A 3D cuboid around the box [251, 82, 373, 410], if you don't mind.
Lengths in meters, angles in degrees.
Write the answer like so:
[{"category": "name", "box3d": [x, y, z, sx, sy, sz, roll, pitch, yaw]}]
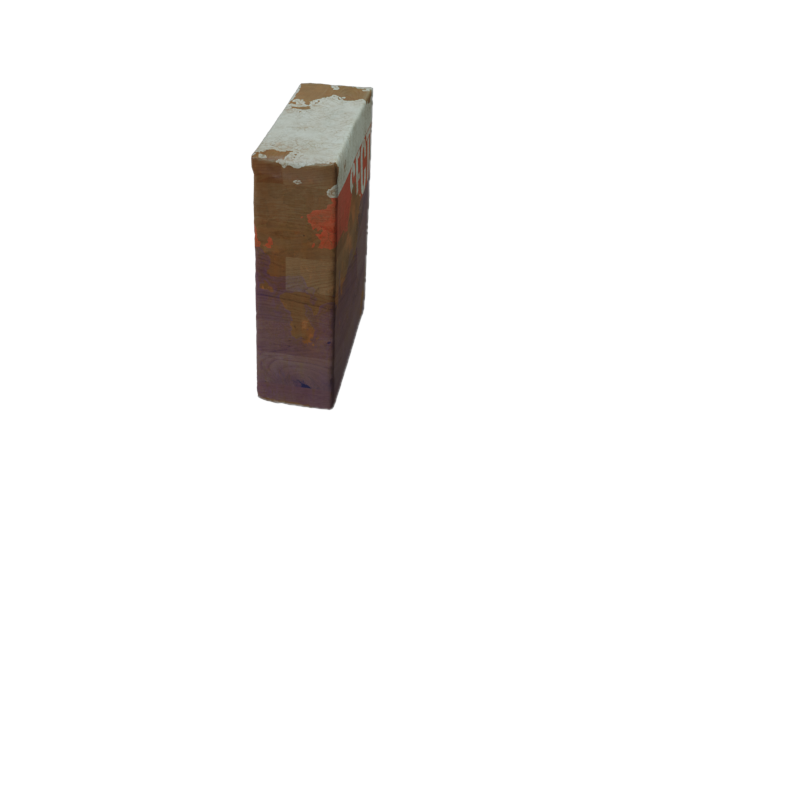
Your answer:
[{"category": "box", "box3d": [-0.070, -0.128, 0.893, 0.073, 0.201, 0.172, 6, 31, 6]}]
